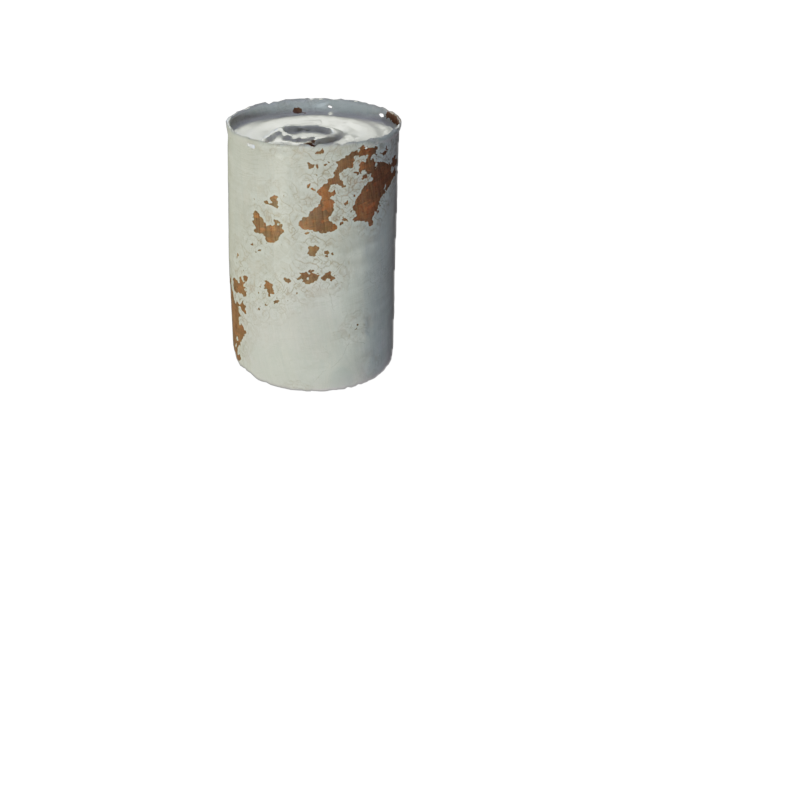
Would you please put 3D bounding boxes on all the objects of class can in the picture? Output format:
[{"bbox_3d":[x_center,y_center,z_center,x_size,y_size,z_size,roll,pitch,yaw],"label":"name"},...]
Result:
[{"bbox_3d":[-0.035,-0.064,0.446,0.068,0.097,0.072,0,25,-2],"label":"can"}]
